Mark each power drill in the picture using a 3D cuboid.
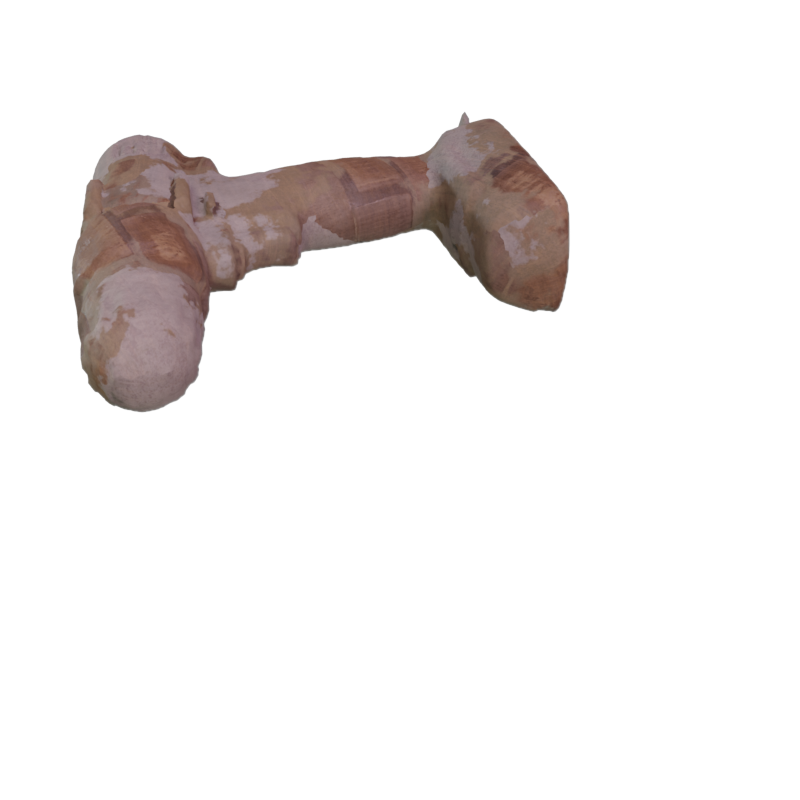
[{"bbox_3d":[-0.034,-0.063,0.439,0.186,0.054,0.198,-5,33,-9],"label":"power drill"}]
